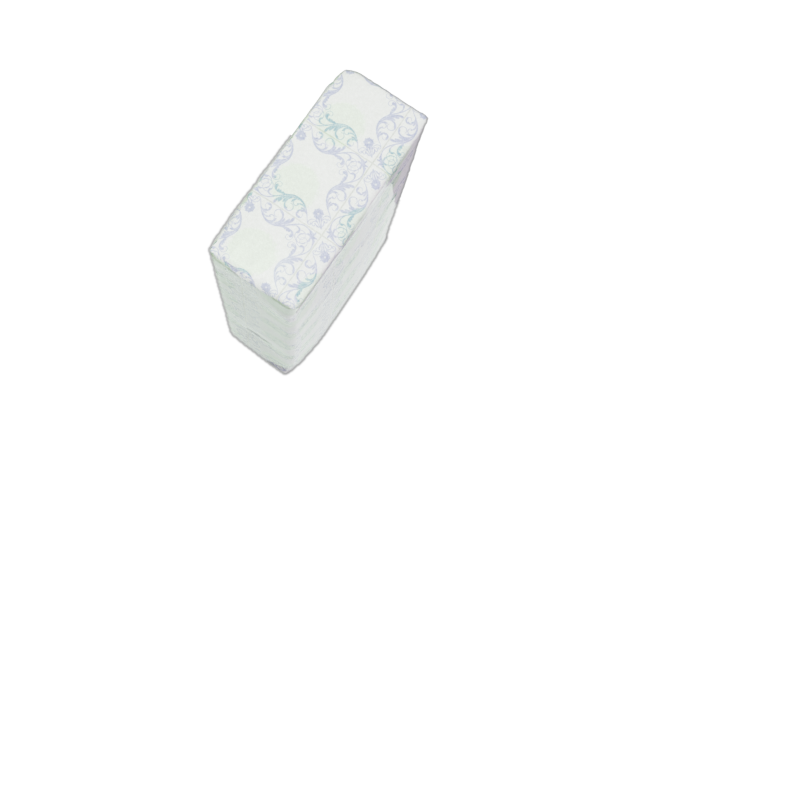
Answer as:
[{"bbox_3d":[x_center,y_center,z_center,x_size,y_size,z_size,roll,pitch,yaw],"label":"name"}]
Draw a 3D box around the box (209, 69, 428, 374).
[{"bbox_3d":[-0.039,-0.071,0.493,0.049,0.095,0.171,33,-11,2],"label":"box"}]
